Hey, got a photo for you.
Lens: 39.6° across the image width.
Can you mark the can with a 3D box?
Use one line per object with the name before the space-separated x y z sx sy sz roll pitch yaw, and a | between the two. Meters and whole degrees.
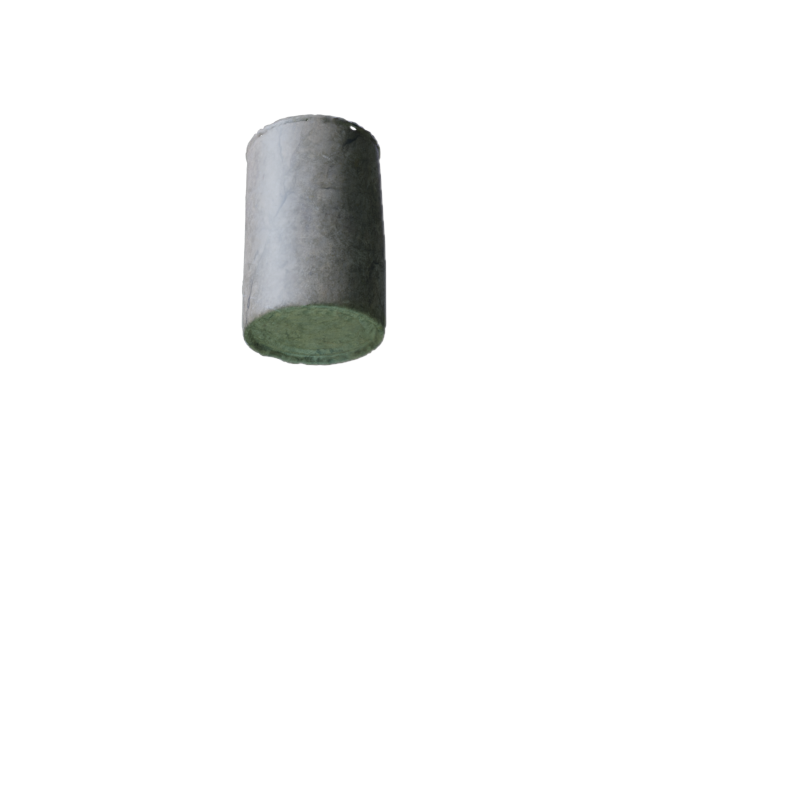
can | -0.042 -0.076 0.532 0.068 0.108 0.065 0 -27 -2
